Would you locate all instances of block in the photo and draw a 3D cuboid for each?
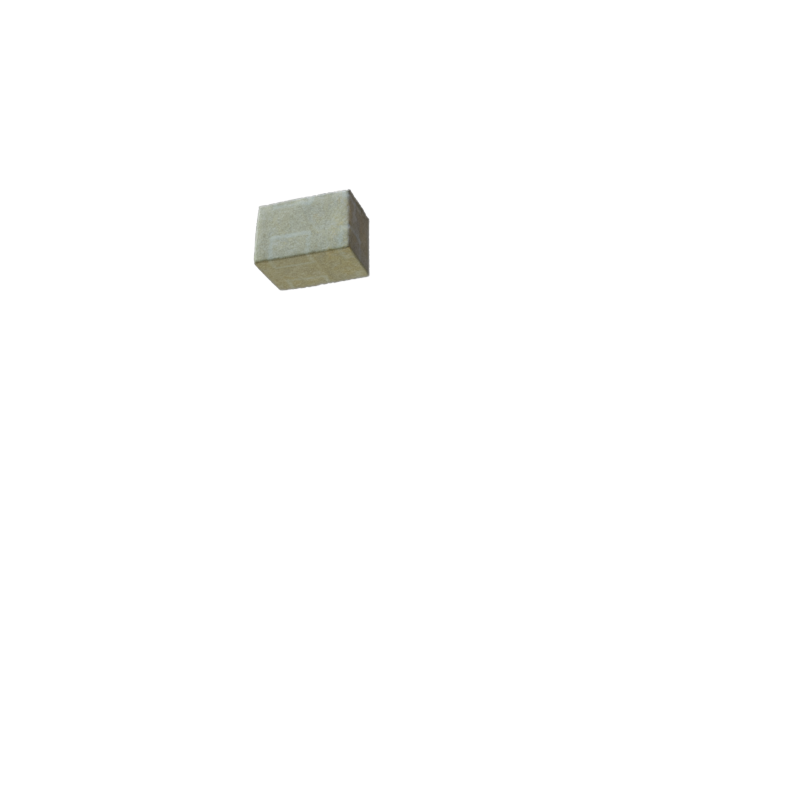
[{"bbox_3d":[-0.067,-0.122,0.857,0.079,0.054,0.049,-8,-26,16],"label":"block"}]
